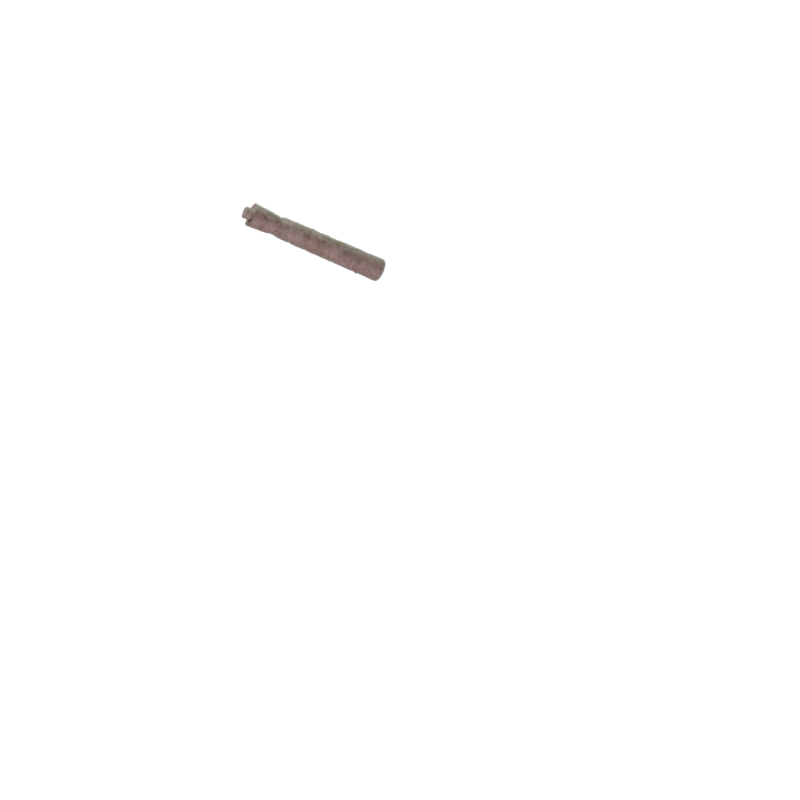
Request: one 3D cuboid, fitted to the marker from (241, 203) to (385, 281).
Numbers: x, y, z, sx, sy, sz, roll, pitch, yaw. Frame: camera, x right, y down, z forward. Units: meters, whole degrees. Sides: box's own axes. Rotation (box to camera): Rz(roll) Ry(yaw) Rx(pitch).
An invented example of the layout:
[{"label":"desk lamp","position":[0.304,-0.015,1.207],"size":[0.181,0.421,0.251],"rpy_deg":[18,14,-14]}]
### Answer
[{"label":"marker","position":[-0.067,-0.123,0.861],"size":[0.116,0.020,0.020],"rpy_deg":[21,-4,-19]}]
